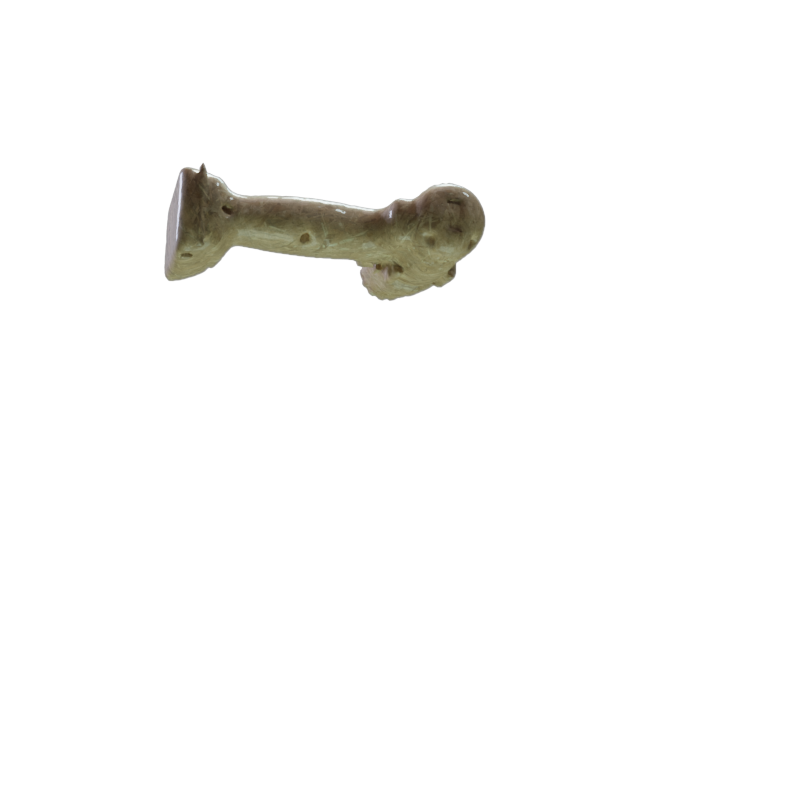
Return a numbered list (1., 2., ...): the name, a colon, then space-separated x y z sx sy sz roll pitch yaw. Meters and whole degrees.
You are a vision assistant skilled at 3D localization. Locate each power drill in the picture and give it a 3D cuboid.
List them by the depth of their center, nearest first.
1. power drill: -0.056 -0.103 0.718 0.185 0.059 0.182 2 -9 -12
